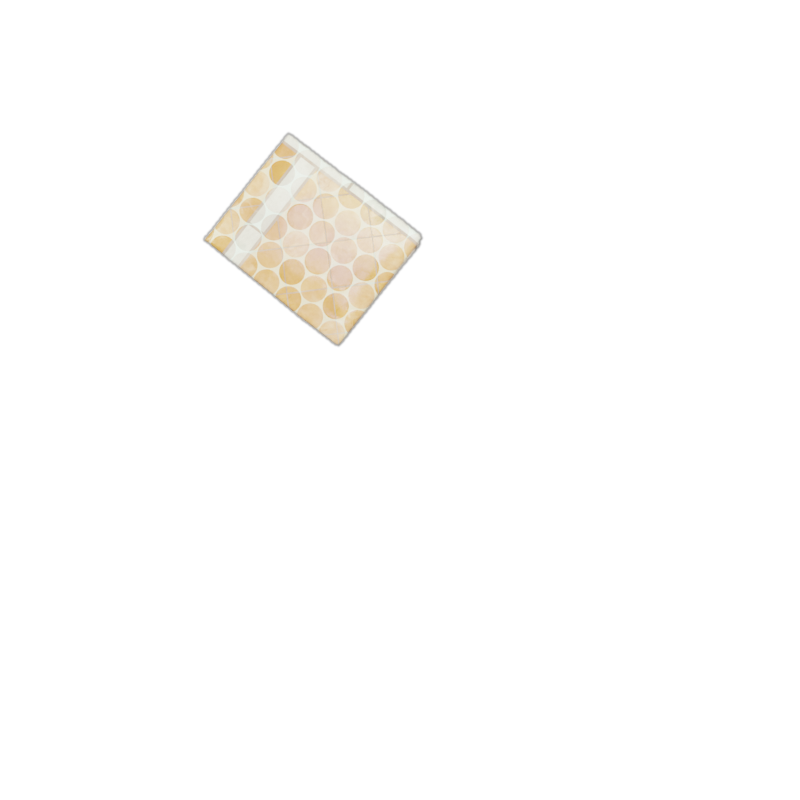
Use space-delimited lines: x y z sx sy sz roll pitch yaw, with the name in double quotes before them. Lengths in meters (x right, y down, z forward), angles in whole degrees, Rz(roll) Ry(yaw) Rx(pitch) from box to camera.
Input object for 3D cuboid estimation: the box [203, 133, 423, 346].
"box" -0.057 -0.104 0.725 0.115 0.090 0.038 38 -5 4
